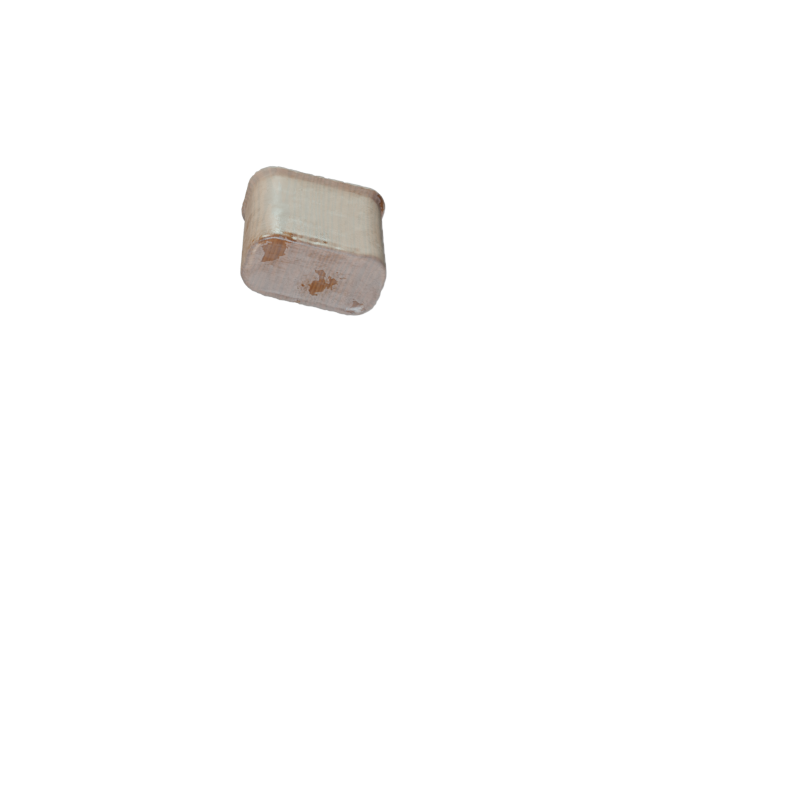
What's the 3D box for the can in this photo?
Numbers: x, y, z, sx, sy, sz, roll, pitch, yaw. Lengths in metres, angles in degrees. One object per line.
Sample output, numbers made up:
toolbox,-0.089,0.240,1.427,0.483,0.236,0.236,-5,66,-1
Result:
can,-0.061,-0.110,0.773,0.100,0.055,0.090,12,38,-11
